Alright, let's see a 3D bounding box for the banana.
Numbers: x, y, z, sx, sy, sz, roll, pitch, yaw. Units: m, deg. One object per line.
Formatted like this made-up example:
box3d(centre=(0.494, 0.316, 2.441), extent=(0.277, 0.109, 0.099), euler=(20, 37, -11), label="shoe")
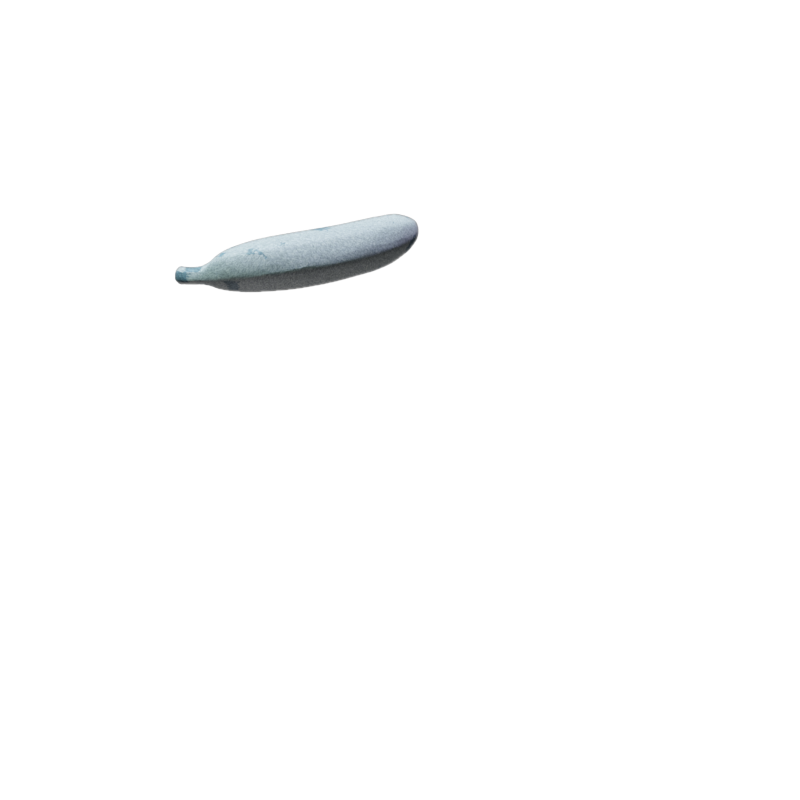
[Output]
box3d(centre=(-0.054, -0.105, 0.770), extent=(0.194, 0.035, 0.074), euler=(-15, 26, -31), label="banana")
